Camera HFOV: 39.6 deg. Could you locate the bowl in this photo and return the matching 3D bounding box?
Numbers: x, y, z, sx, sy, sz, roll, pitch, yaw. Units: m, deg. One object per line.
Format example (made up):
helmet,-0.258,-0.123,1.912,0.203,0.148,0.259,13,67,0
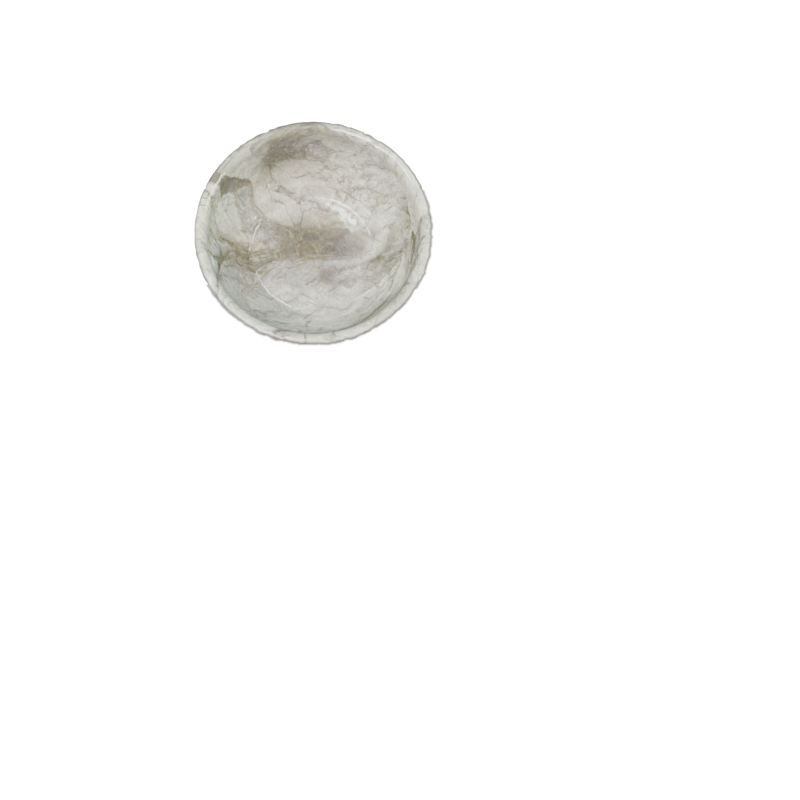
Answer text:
bowl,-0.061,-0.111,0.775,0.162,0.169,0.053,-1,-18,-1
